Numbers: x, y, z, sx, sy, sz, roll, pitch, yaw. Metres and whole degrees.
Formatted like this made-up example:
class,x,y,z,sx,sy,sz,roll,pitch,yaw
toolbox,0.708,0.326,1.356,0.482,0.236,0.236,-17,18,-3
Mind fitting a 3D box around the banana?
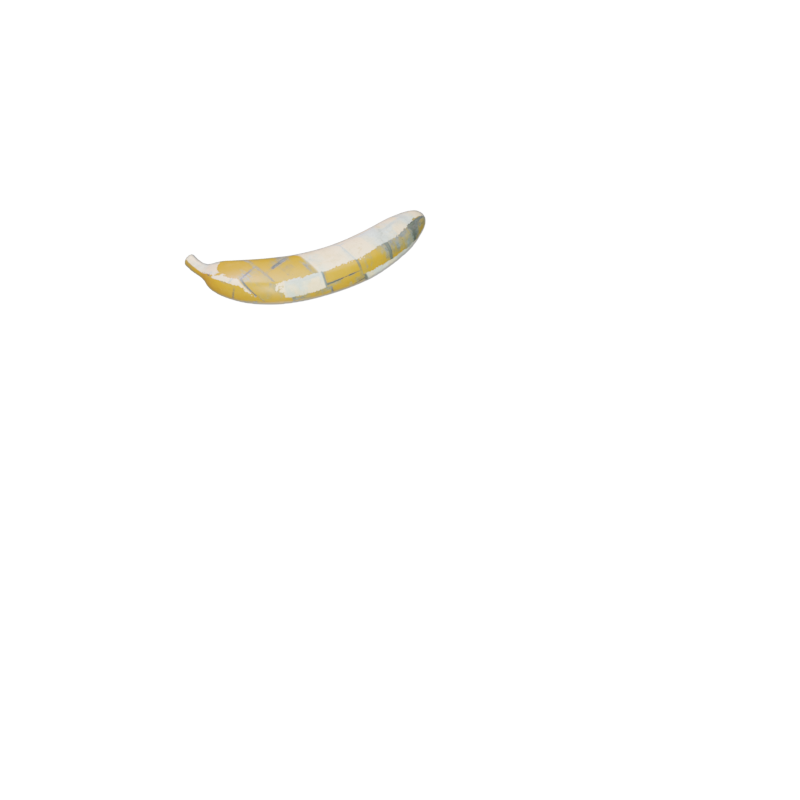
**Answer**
class,x,y,z,sx,sy,sz,roll,pitch,yaw
banana,-0.068,-0.110,0.872,0.196,0.075,0.034,-11,-35,-8
